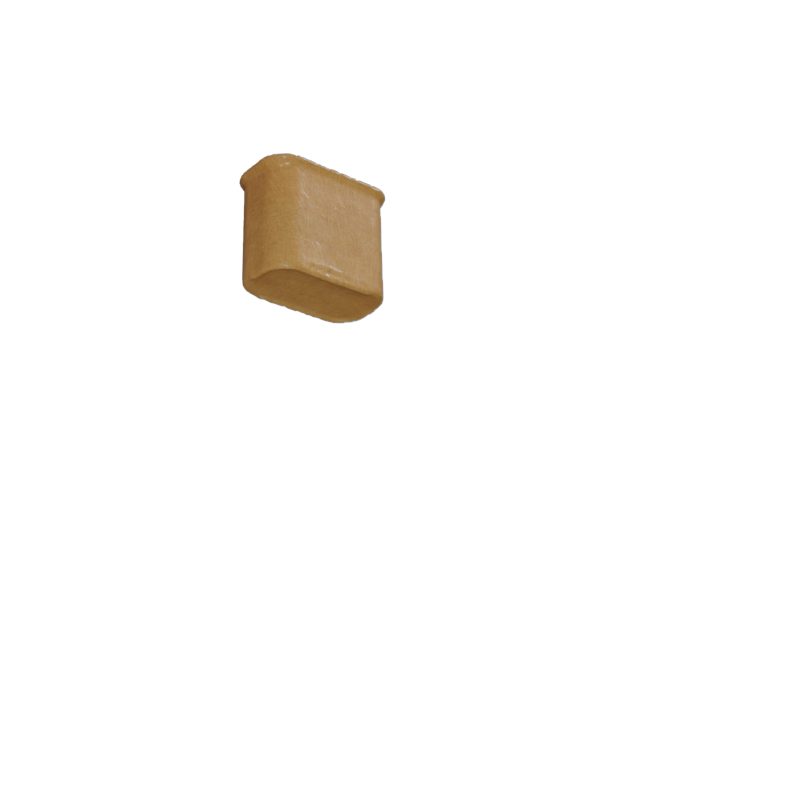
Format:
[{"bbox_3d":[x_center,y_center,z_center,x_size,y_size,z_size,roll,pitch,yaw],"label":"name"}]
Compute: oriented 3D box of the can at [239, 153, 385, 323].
[{"bbox_3d":[-0.058,-0.107,0.746,0.096,0.089,0.057,18,-32,-35],"label":"can"}]
